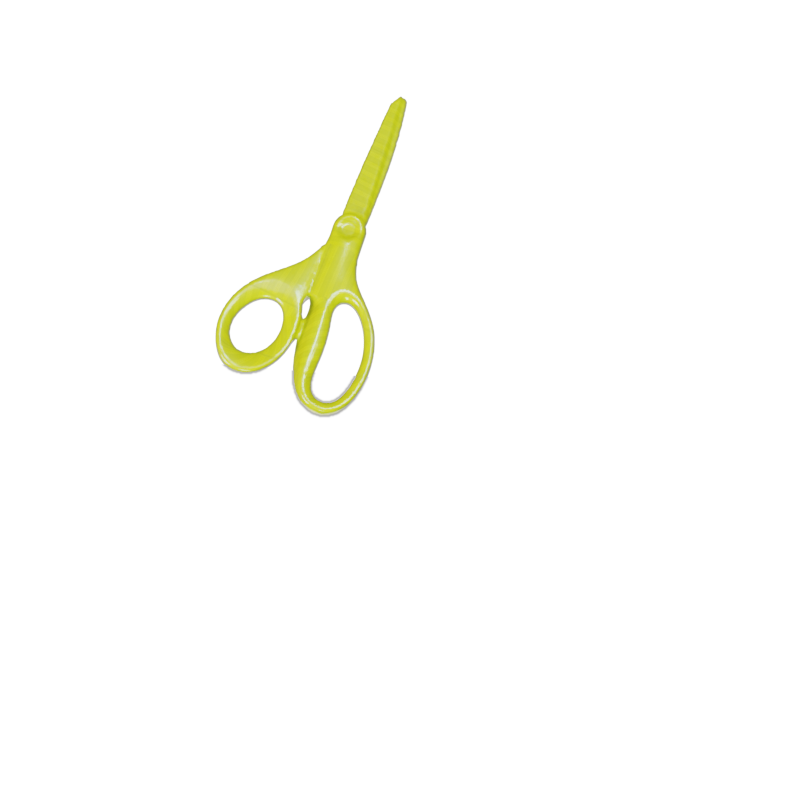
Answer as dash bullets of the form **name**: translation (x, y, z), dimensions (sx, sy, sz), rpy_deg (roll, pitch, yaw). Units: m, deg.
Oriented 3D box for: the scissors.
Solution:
- **scissors**: translation (-0.049, -0.090, 0.631), dimensions (0.096, 0.212, 0.015), rpy_deg (3, -24, 1)
